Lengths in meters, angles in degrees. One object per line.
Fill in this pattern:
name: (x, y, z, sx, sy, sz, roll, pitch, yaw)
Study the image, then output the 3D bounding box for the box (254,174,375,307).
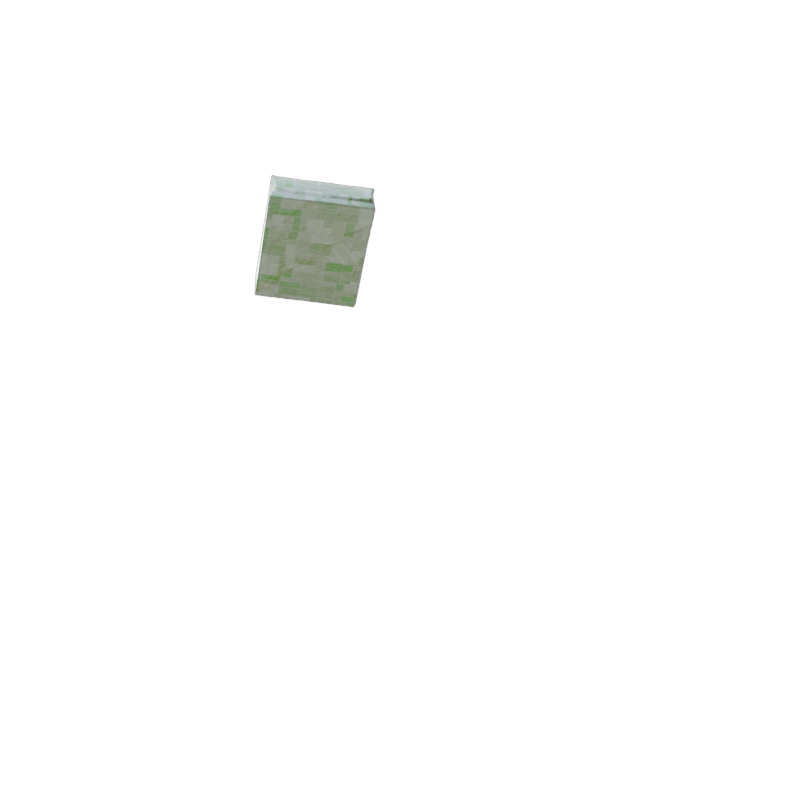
box: (-0.061, -0.111, 0.775, 0.072, 0.084, 0.032, 7, 38, -6)
